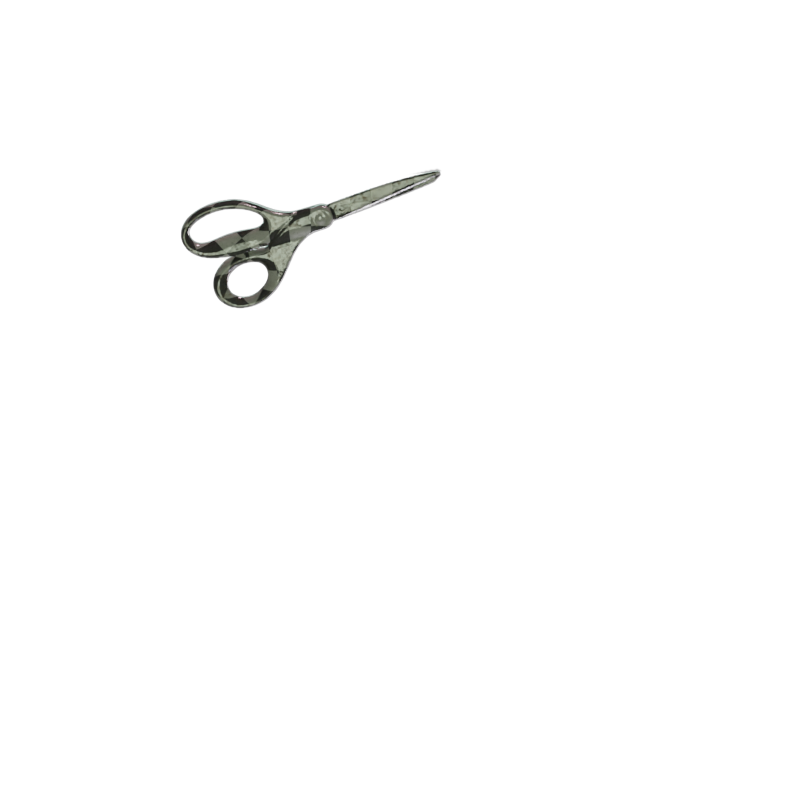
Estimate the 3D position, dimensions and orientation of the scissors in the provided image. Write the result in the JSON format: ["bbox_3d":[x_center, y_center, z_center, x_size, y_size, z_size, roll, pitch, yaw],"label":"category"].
[{"bbox_3d":[-0.067,-0.122,0.855,0.202,0.092,0.016,-5,21,2],"label":"scissors"}]
